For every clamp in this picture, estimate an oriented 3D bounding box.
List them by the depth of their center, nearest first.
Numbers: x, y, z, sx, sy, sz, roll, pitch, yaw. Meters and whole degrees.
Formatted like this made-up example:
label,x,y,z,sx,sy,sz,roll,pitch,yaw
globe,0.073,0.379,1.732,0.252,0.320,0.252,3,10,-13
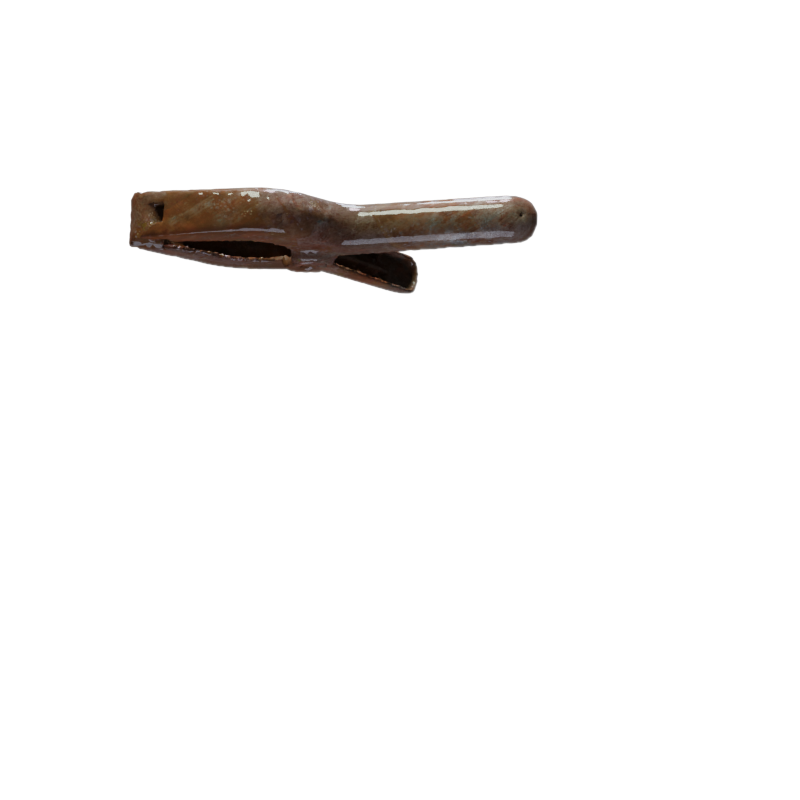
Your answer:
label,x,y,z,sx,sy,sz,roll,pitch,yaw
clamp,-0.050,-0.091,0.635,0.206,0.037,0.163,2,-8,-14
